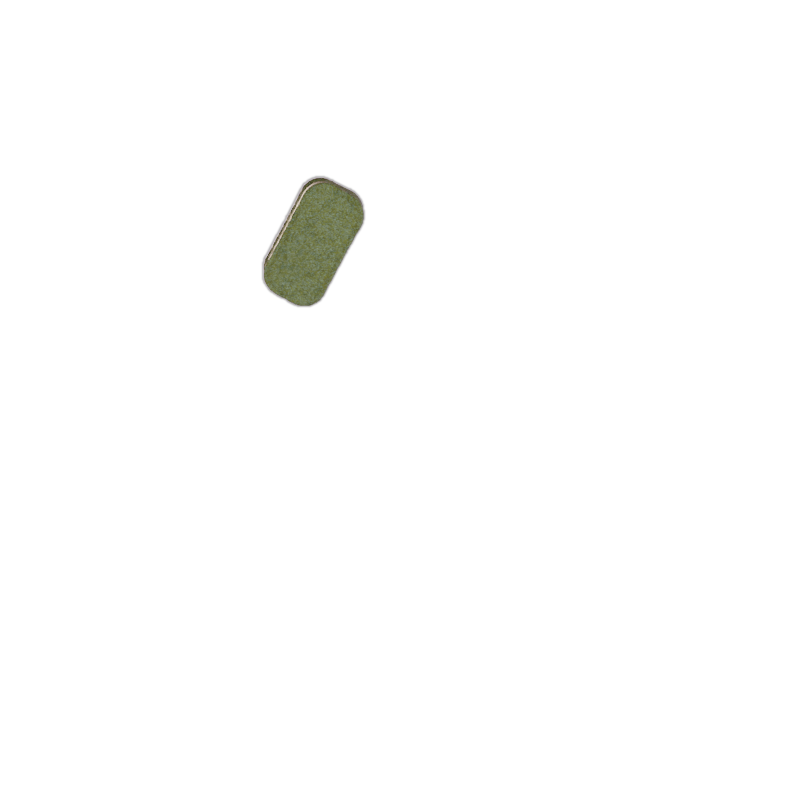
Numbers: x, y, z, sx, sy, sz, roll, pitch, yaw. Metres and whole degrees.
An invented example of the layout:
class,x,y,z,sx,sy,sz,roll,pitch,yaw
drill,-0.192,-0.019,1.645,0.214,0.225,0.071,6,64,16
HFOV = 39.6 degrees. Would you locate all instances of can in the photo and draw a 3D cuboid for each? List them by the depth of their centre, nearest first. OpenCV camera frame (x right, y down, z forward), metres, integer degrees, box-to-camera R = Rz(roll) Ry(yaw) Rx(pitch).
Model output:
class,x,y,z,sx,sy,sz,roll,pitch,yaw
can,-0.070,-0.127,0.891,0.057,0.101,0.085,28,5,-7
